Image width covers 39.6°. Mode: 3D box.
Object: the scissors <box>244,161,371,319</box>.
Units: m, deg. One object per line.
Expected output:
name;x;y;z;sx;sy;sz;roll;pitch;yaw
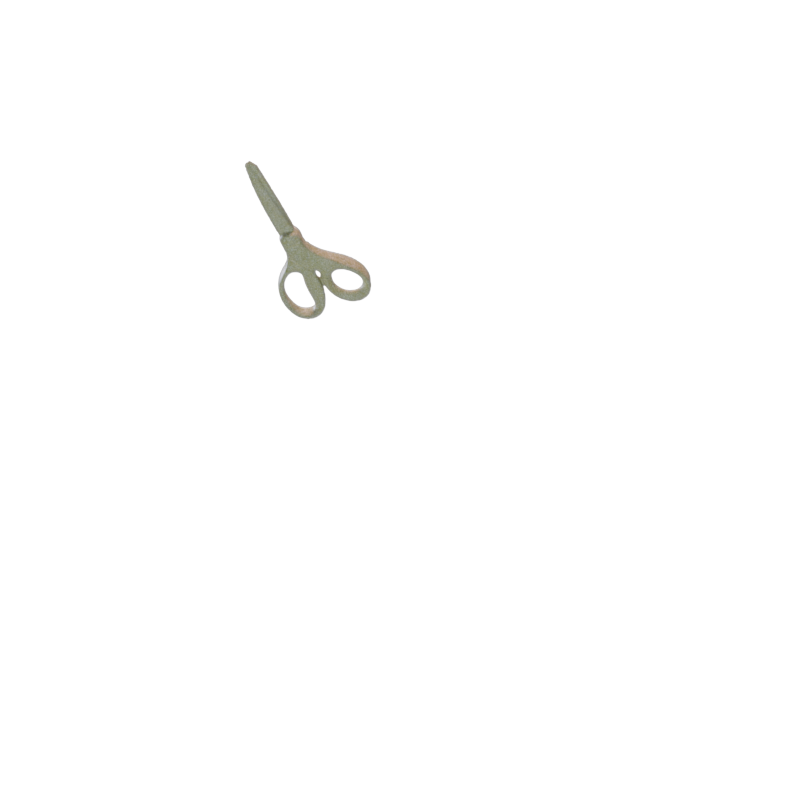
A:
scissors;-0.078;-0.142;0.995;0.096;0.017;0.187;-2;-39;2
